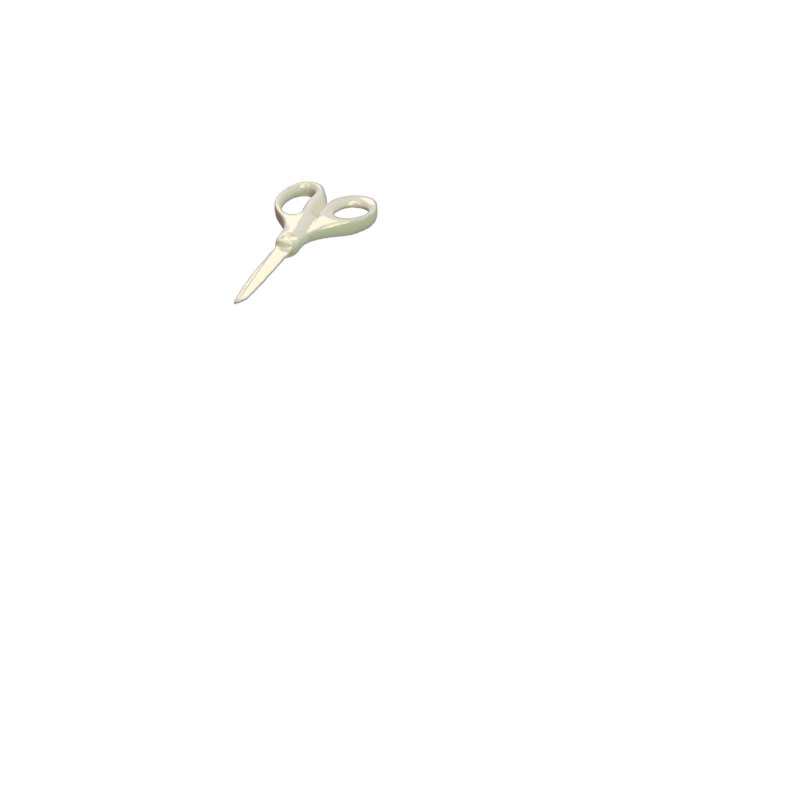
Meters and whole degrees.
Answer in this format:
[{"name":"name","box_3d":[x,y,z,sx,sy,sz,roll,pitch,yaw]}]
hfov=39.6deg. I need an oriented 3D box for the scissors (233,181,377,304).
[{"name":"scissors","box_3d":[-0.069,-0.126,0.881,0.097,0.015,0.214,1,34,2]}]
